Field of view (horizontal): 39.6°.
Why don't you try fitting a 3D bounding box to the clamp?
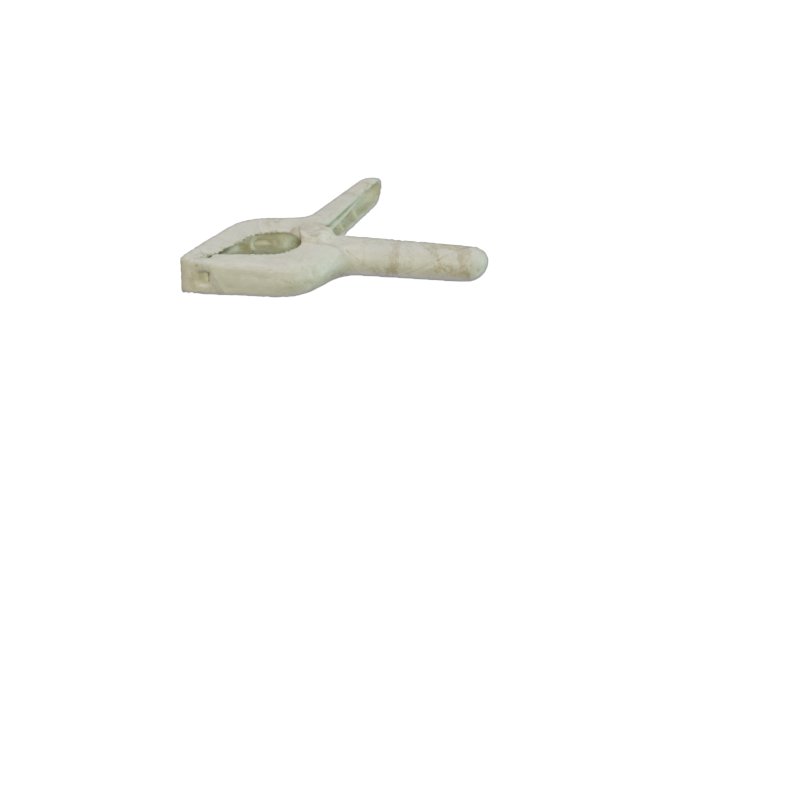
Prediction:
[{"bbox_3d":[-0.064,-0.117,0.818,0.207,0.034,0.177,-12,33,-19],"label":"clamp"}]
